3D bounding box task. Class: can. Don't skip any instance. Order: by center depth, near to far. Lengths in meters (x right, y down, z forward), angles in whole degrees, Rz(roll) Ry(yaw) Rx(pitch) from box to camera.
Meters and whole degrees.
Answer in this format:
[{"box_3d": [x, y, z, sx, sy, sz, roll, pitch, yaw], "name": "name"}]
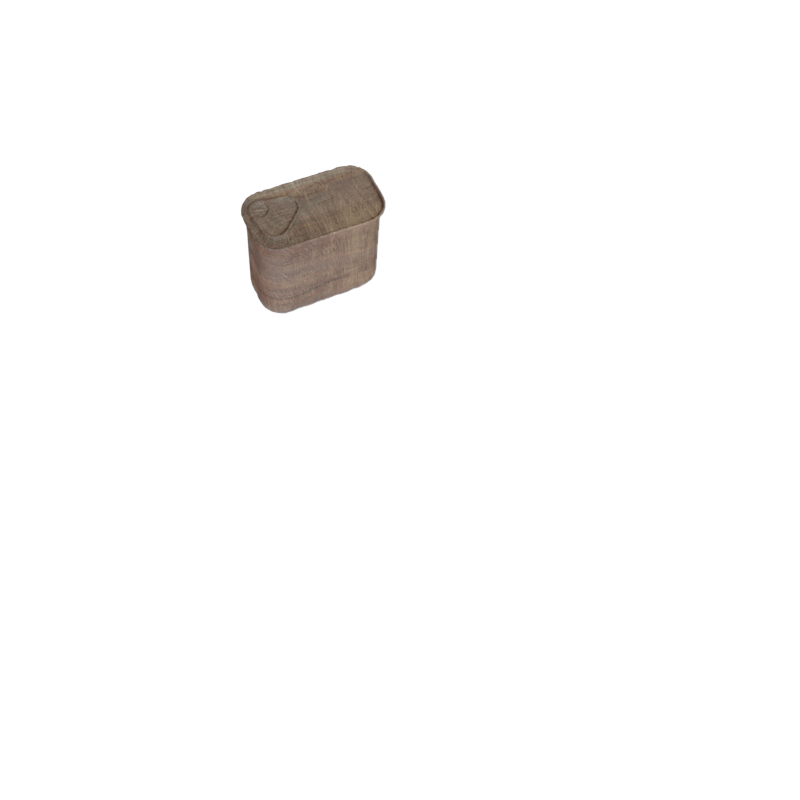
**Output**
[{"box_3d": [-0.065, -0.118, 0.830, 0.101, 0.062, 0.078, -20, -31, -15], "name": "can"}]
